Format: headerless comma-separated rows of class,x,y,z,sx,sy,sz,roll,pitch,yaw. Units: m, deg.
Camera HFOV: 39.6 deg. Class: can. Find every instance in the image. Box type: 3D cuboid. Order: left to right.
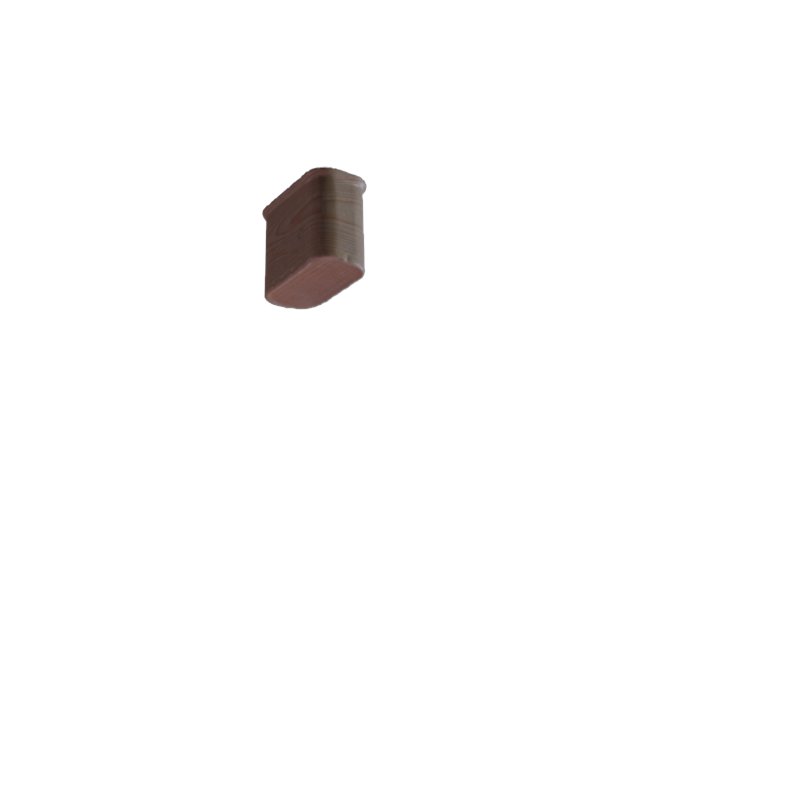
can,-0.072,-0.131,0.920,0.055,0.089,0.101,17,-30,-32
